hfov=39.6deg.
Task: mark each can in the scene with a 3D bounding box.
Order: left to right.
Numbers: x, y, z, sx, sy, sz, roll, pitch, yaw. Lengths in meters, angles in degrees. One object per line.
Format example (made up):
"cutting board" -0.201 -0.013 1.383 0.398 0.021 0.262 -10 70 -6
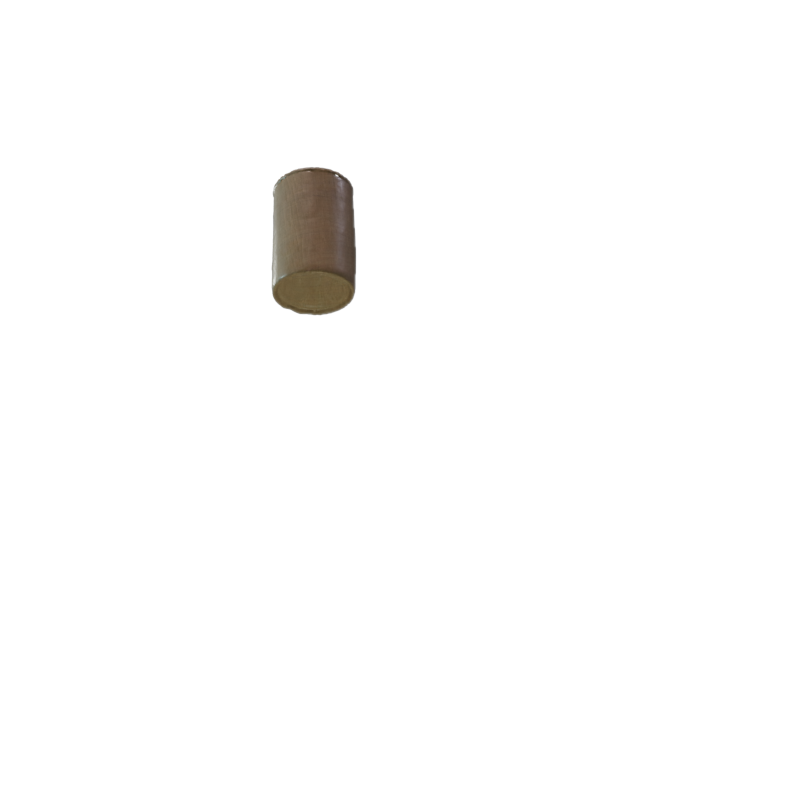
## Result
"can" -0.071 -0.129 0.902 0.068 0.109 0.064 -1 -32 -2
